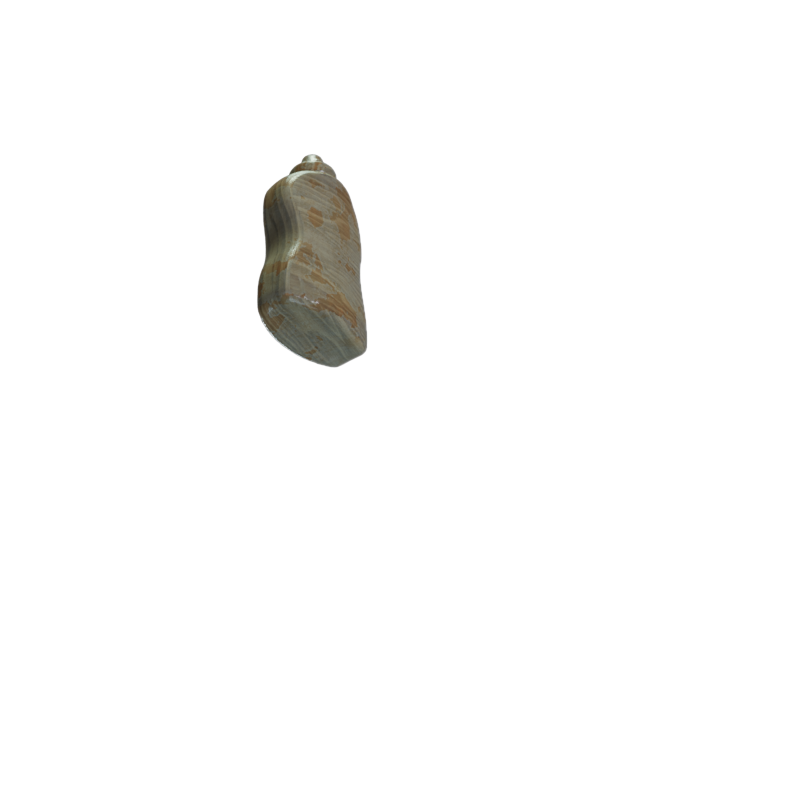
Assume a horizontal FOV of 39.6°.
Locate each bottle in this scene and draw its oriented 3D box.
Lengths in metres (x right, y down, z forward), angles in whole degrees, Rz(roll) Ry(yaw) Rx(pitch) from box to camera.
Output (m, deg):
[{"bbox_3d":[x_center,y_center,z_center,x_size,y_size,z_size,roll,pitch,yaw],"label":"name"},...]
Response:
[{"bbox_3d":[-0.070,-0.126,0.885,0.058,0.206,0.090,-31,-47,29],"label":"bottle"}]
